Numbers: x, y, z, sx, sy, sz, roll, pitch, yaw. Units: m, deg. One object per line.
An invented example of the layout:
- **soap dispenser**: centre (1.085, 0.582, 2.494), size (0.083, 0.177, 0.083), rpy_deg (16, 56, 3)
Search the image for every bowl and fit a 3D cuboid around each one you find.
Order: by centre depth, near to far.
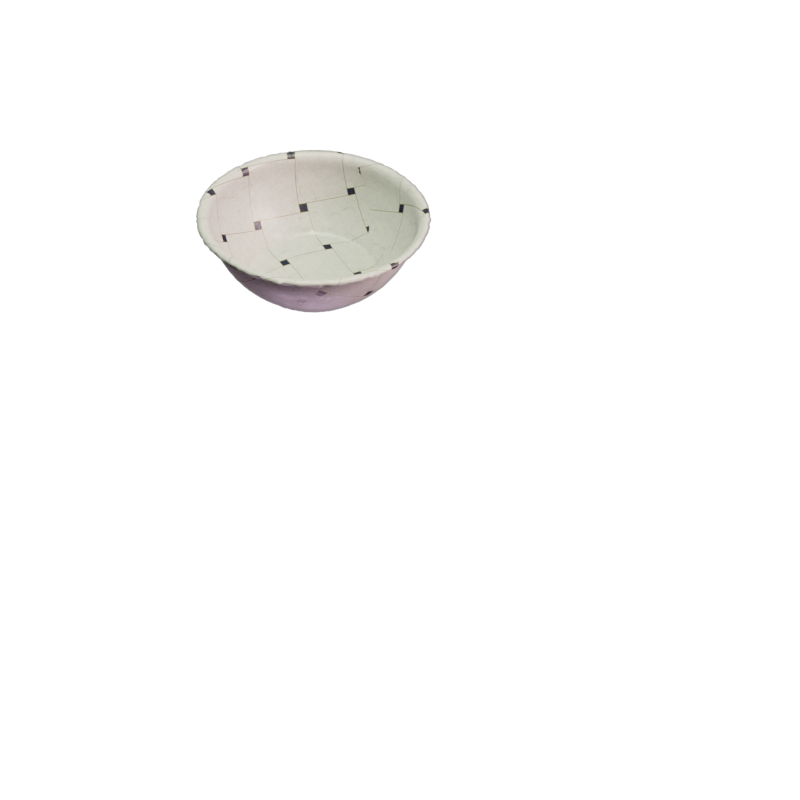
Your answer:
- **bowl**: centre (-0.061, -0.112, 0.781), size (0.162, 0.051, 0.174), rpy_deg (-1, 42, -2)
